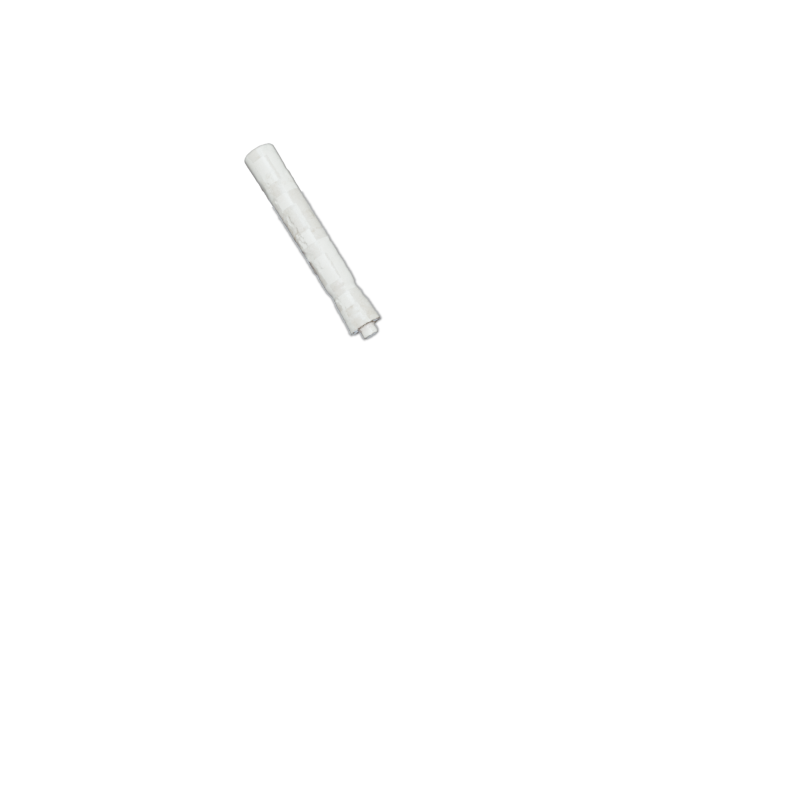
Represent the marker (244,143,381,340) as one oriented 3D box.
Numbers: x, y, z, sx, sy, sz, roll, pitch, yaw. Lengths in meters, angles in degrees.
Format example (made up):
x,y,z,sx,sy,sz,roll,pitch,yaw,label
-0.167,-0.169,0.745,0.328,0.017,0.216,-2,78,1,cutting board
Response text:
x,y,z,sx,sy,sz,roll,pitch,yaw,label
-0.047,-0.086,0.600,0.020,0.126,0.019,-29,-15,-9,marker
